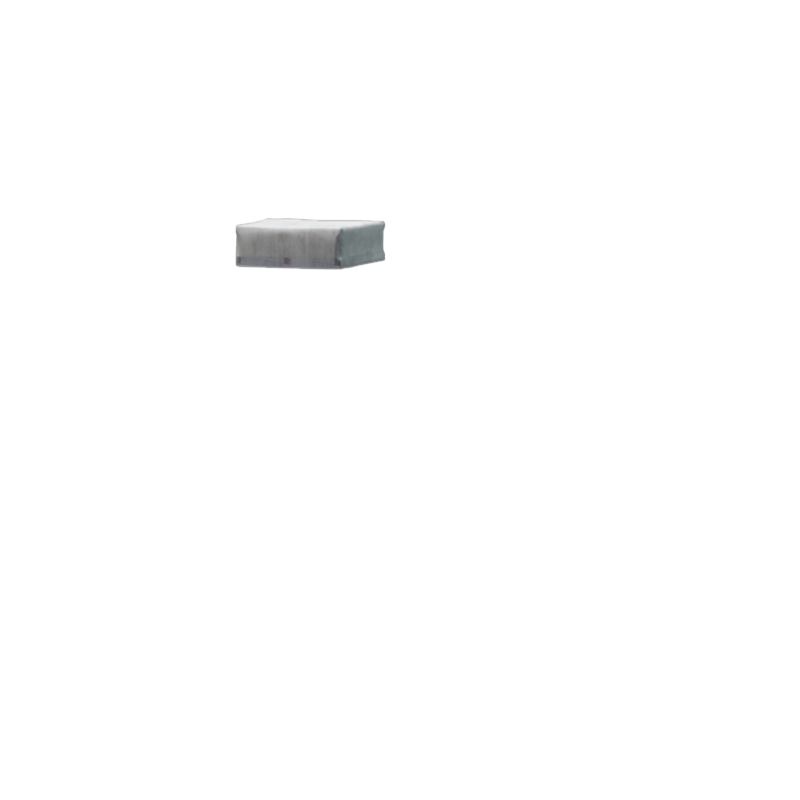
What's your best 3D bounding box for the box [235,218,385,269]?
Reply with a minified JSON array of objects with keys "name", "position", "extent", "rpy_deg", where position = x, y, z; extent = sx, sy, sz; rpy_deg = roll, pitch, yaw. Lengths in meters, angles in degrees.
[{"name":"box","position":[-0.057,-0.104,0.731],"extent":[0.075,0.030,0.088],"rpy_deg":[4,12,19]}]
